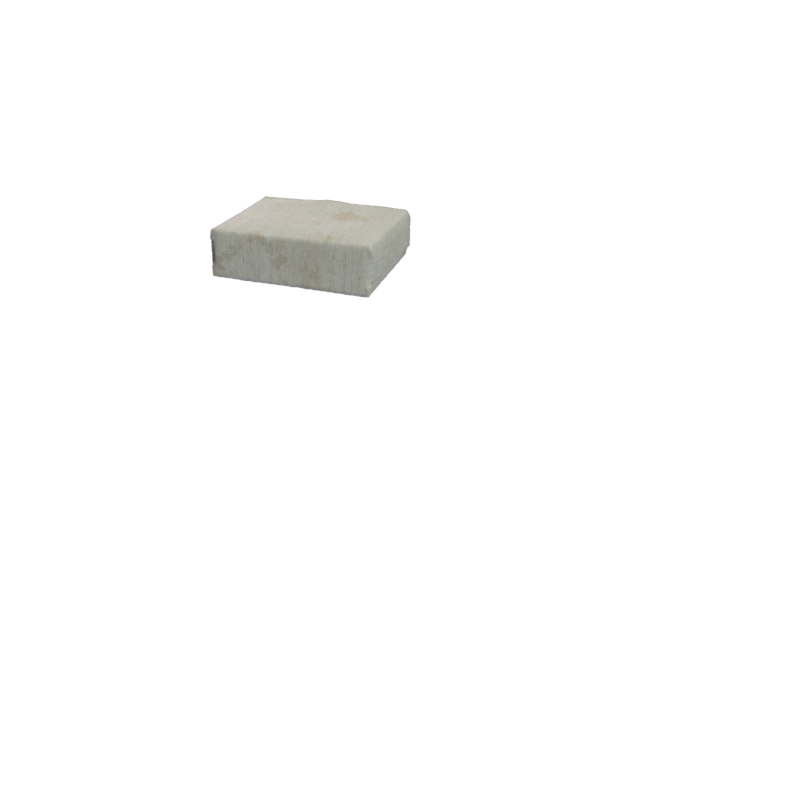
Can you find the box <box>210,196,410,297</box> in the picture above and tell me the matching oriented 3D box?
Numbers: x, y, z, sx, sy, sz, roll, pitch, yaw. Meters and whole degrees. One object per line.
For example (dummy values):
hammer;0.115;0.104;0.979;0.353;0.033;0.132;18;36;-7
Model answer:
box;-0.046;-0.085;0.594;0.092;0.029;0.074;8;24;17
